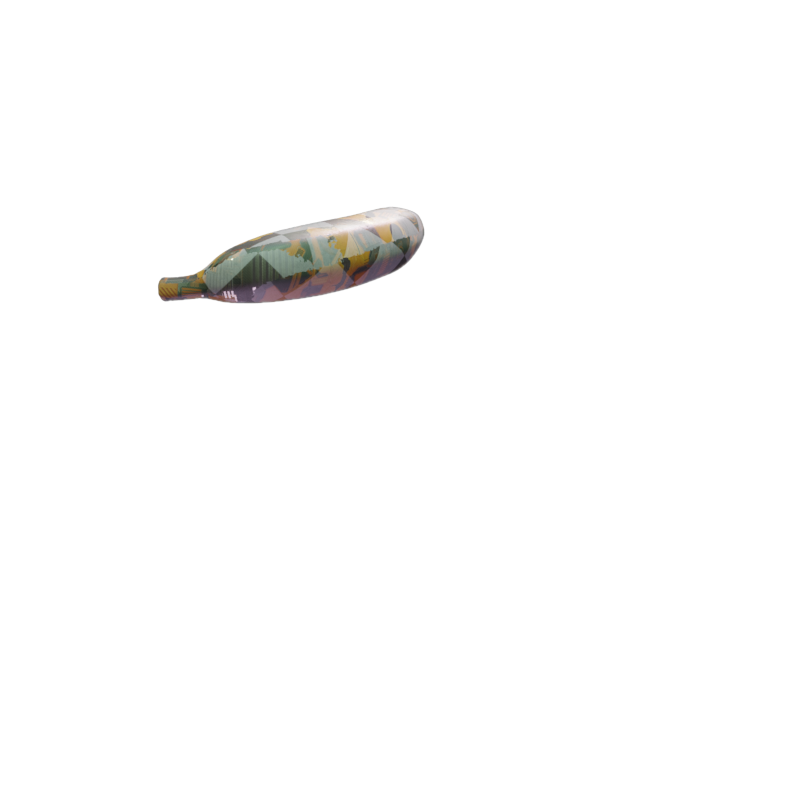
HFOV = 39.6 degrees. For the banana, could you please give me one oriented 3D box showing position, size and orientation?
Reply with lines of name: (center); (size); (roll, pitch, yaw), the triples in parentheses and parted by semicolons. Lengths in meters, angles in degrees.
banana: (-0.037, -0.084, 0.608); (0.073, 0.035, 0.194); (15, 23, 38)
